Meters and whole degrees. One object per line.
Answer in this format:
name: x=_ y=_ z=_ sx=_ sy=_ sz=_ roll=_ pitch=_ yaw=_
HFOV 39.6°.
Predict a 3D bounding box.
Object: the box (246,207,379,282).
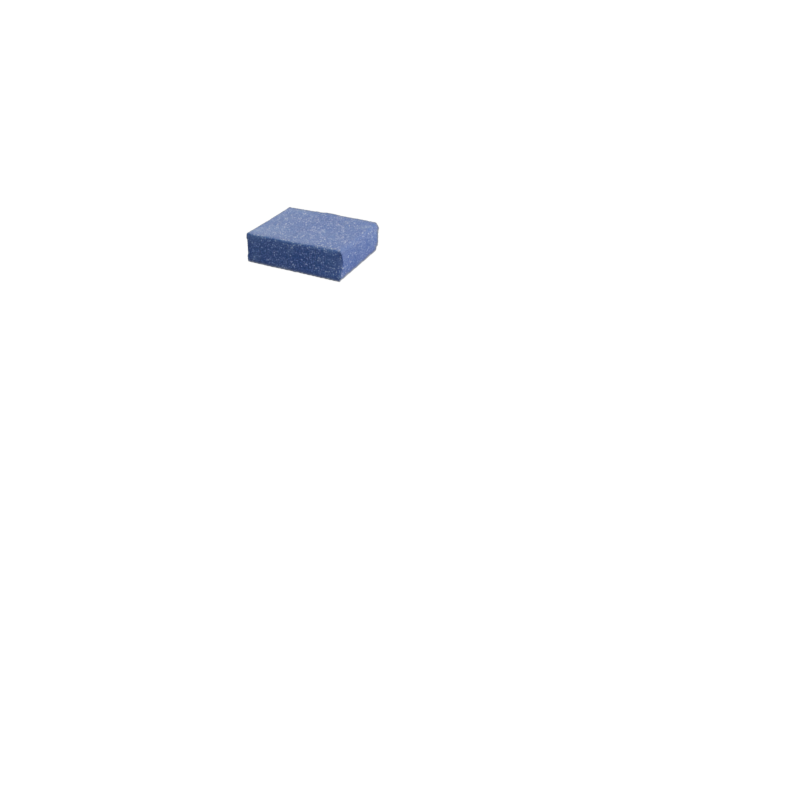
box: x=-0.073 y=-0.133 z=0.931 sx=0.093 sy=0.029 sz=0.074 roll=13 pitch=30 yaw=23
